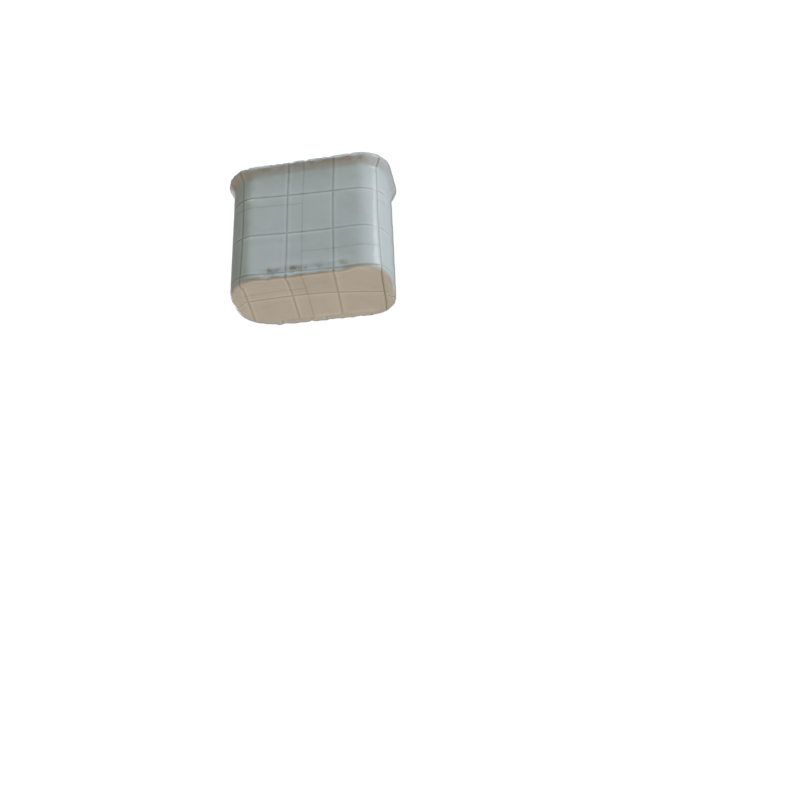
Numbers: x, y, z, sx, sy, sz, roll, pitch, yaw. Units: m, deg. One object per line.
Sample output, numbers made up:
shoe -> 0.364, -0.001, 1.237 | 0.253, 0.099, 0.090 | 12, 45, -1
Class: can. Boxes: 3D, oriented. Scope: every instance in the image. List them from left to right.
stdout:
can -> -0.053, -0.096, 0.673 | 0.103, 0.089, 0.053 | -7, -32, 9
